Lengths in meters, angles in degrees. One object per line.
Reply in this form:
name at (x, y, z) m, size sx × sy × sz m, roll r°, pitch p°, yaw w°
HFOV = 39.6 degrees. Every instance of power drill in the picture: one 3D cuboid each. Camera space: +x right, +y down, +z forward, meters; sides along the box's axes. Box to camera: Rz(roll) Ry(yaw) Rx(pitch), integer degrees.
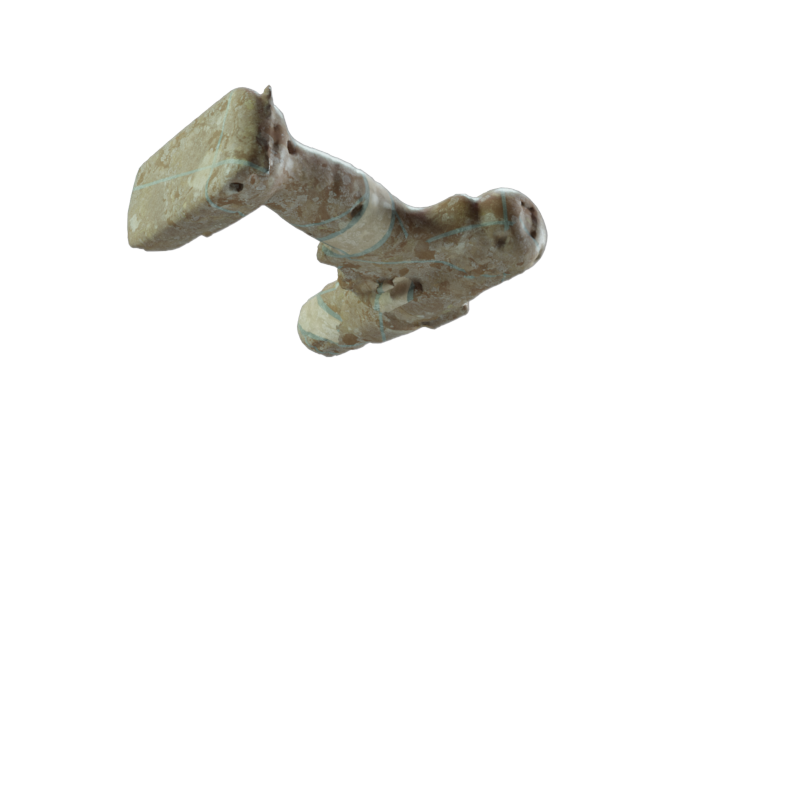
power drill at (-0.046, -0.084, 0.590) m, size 0.177 × 0.061 × 0.184 m, roll 19°, pitch -31°, yaw -36°
